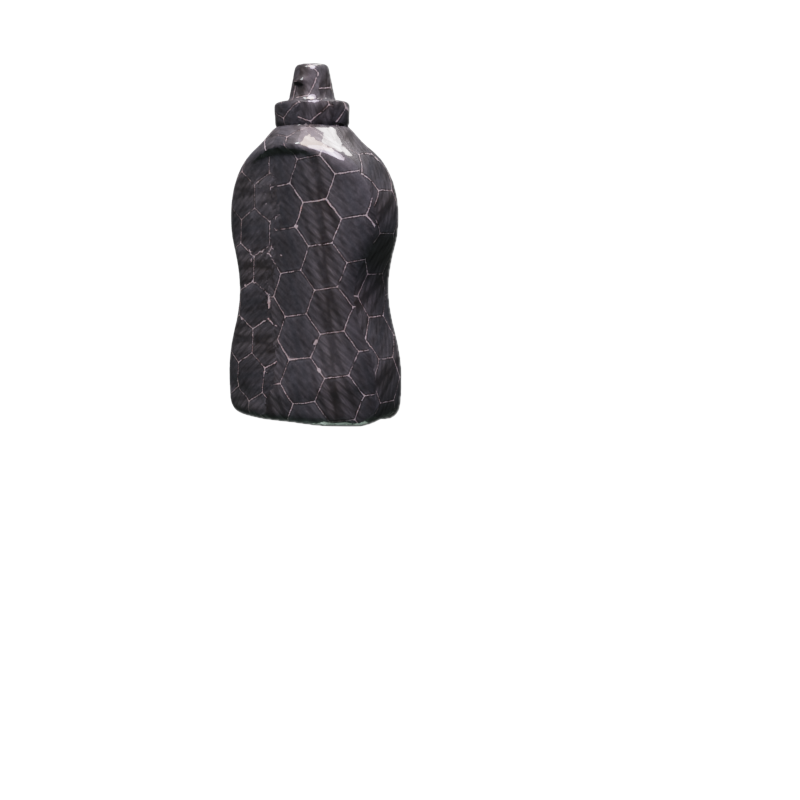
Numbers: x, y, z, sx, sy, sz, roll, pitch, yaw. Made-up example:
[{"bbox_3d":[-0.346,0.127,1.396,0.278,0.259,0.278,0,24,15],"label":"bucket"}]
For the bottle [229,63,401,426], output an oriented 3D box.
[{"bbox_3d":[-0.048,-0.086,0.604,0.100,0.191,0.056,2,2,33],"label":"bottle"}]
